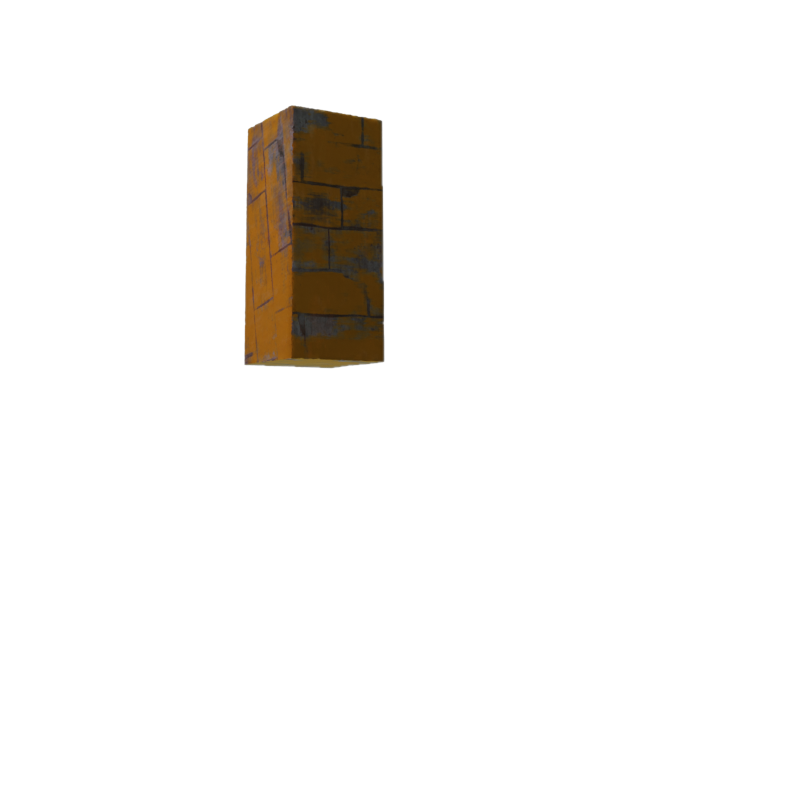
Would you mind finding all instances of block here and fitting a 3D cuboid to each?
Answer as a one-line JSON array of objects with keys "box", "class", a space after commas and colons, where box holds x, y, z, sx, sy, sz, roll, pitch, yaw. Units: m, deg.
[{"box": [-0.074, -0.134, 0.941, 0.087, 0.211, 0.092, 5, -10, -31], "class": "block"}]
